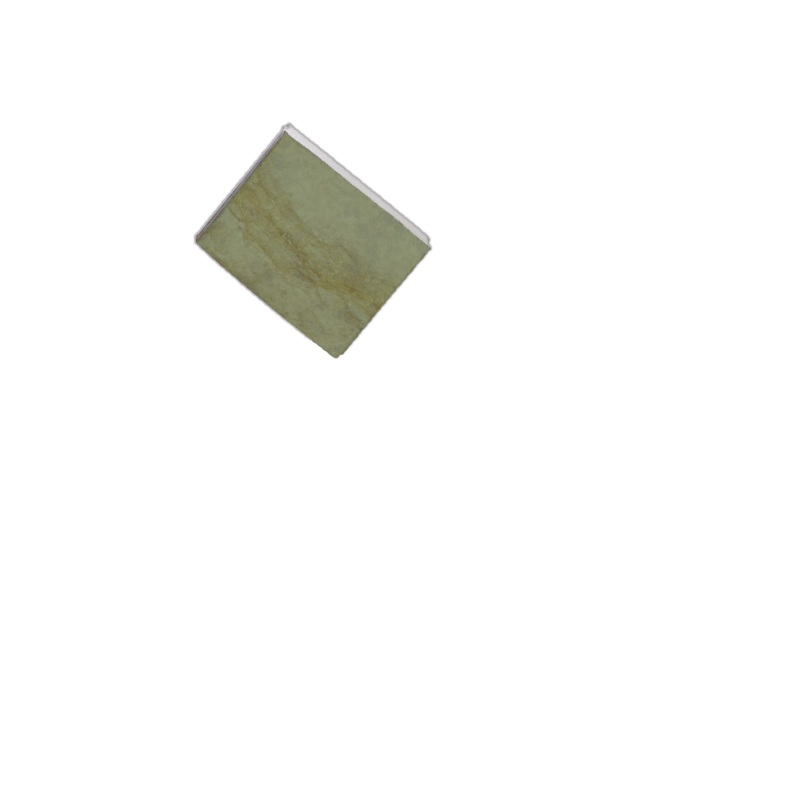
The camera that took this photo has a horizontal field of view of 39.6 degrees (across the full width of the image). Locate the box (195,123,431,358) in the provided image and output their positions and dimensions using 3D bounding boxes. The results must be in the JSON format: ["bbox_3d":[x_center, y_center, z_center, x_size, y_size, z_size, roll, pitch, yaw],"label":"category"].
[{"bbox_3d":[-0.052,-0.094,0.659,0.111,0.089,0.040,39,10,-9],"label":"box"}]
